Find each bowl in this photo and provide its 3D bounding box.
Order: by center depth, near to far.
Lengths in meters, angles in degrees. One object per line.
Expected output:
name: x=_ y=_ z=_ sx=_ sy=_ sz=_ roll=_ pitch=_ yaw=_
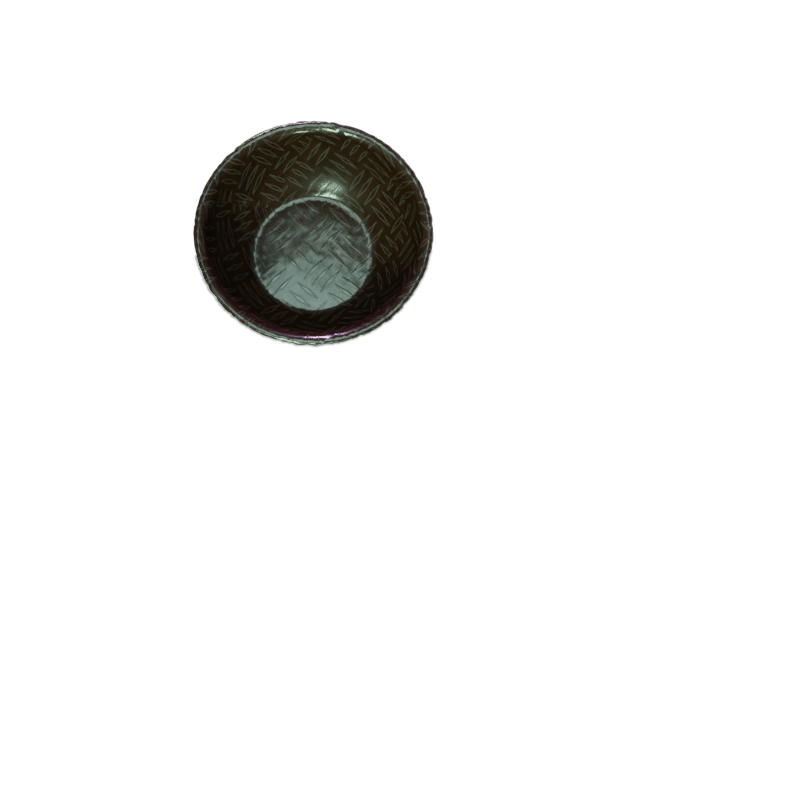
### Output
bowl: x=-0.060 y=-0.110 z=0.769 sx=0.162 sy=0.169 sz=0.053 roll=-1 pitch=-18 yaw=-1
